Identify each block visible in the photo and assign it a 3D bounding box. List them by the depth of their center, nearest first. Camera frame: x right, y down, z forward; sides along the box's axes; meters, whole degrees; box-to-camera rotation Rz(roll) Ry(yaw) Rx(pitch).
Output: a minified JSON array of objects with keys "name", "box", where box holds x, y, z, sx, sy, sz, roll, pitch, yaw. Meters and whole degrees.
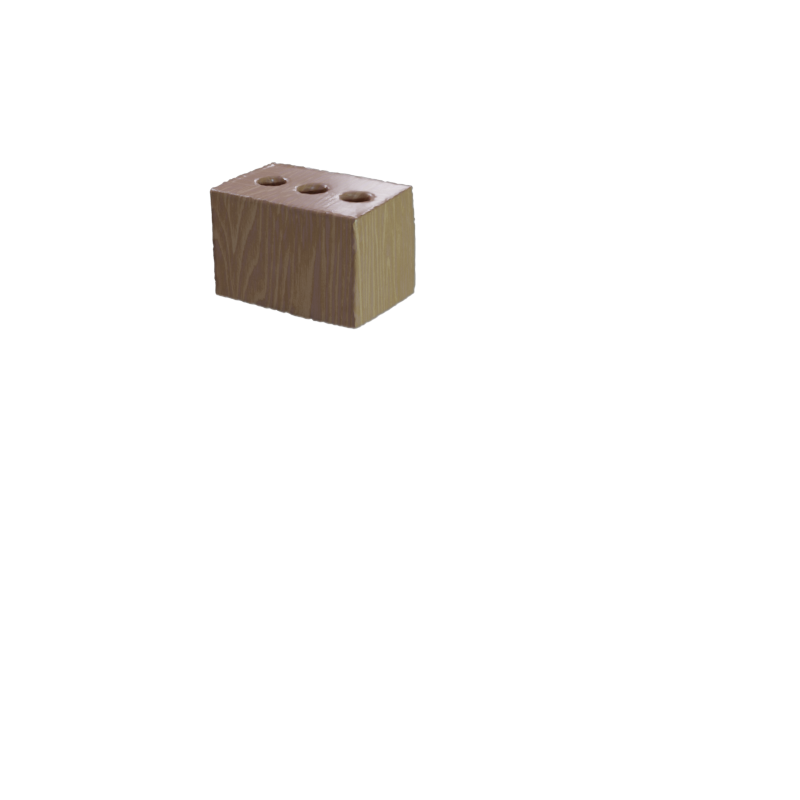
[{"name":"block","box":[-0.039,-0.071,0.494,0.082,0.049,0.053,14,27,27]}]
